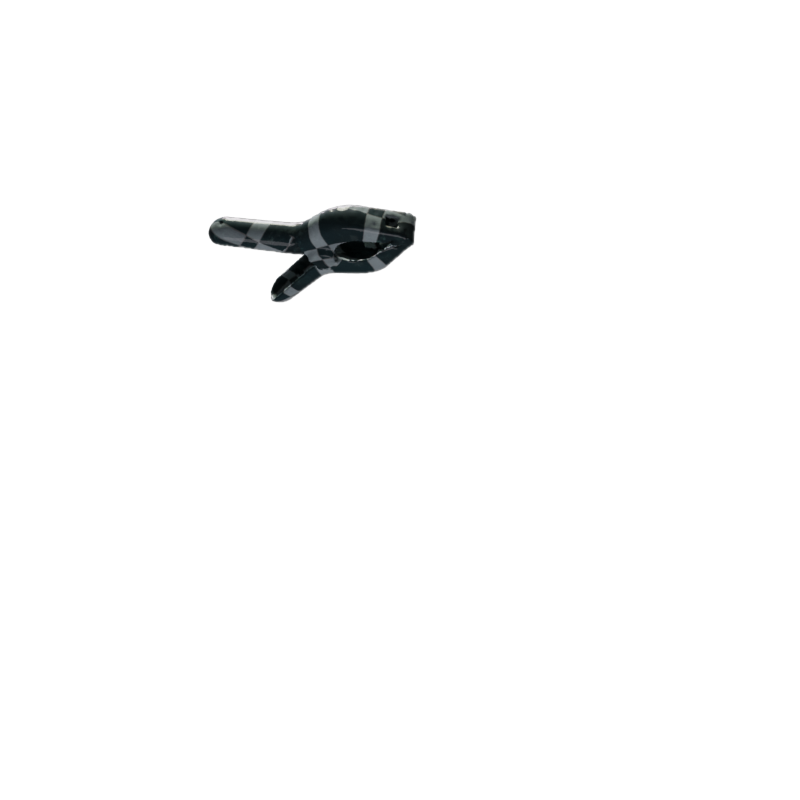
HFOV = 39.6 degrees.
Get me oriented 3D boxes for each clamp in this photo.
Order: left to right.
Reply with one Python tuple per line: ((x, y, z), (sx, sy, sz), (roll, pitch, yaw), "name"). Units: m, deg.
((-0.073, -0.133, 0.934), (0.174, 0.041, 0.112), (-15, -28, 31), "clamp")
